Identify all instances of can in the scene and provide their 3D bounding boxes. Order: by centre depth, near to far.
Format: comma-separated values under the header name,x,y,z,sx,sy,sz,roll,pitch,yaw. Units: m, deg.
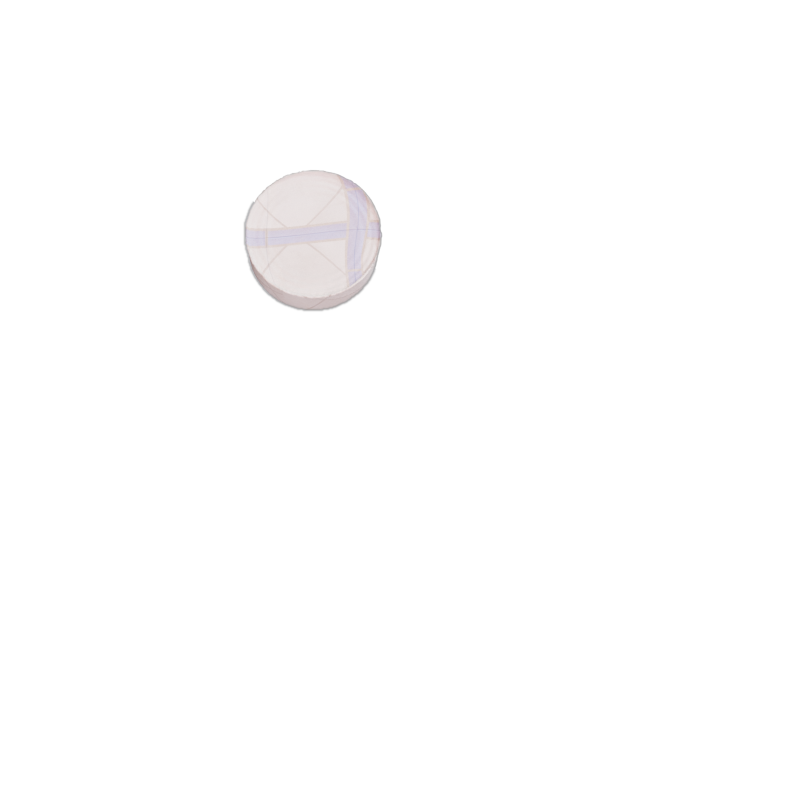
name,x,y,z,sx,sy,sz,roll,pitch,yaw
can,-0.055,-0.101,0.707,0.086,0.090,0.032,-1,-19,-1
